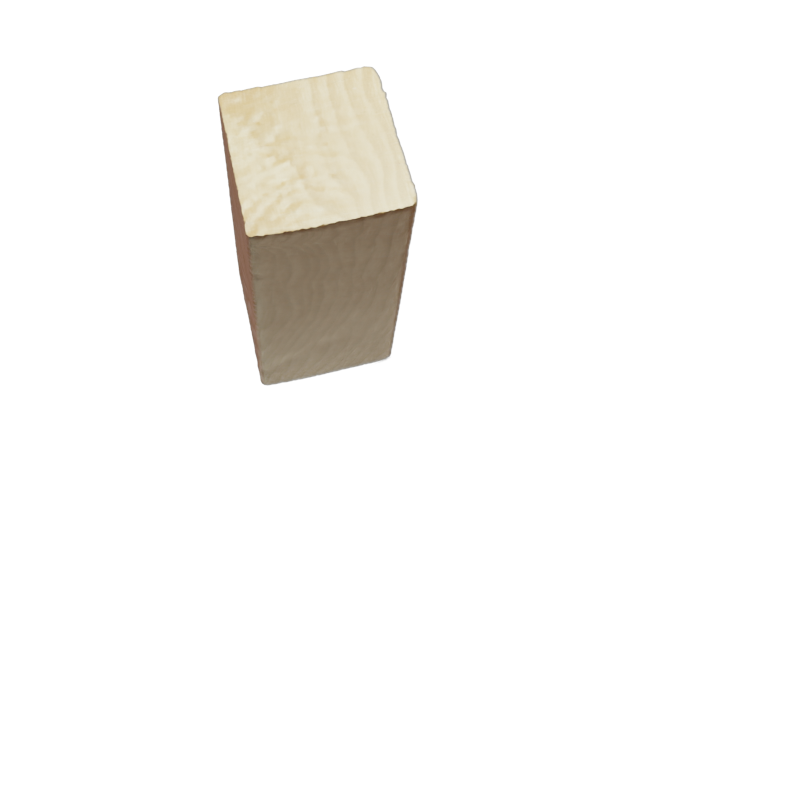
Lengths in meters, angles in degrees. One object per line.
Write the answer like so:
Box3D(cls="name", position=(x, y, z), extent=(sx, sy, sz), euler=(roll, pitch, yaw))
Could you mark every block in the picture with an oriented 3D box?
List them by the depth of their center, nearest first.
Box3D(cls="block", position=(-0.051, -0.094, 0.659), extent=(0.089, 0.096, 0.195), euler=(-12, -21, -8))
